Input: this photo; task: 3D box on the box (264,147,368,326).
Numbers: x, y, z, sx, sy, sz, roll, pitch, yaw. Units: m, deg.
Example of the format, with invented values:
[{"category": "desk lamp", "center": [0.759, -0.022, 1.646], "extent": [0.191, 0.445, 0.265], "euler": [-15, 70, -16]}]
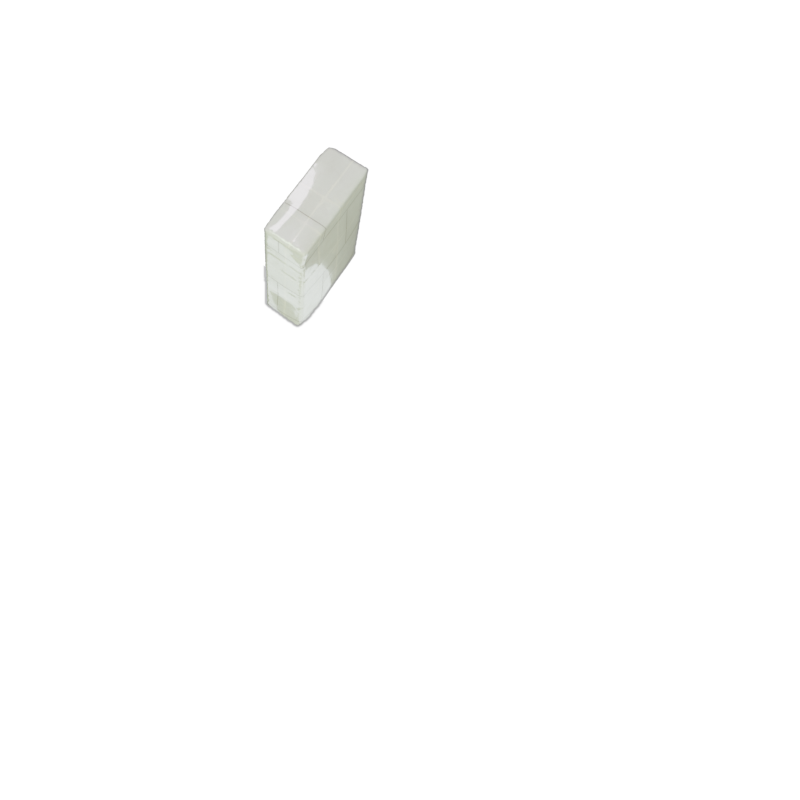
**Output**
[{"category": "box", "center": [-0.074, -0.134, 0.938], "extent": [0.049, 0.095, 0.168], "euler": [32, -18, 6]}]
